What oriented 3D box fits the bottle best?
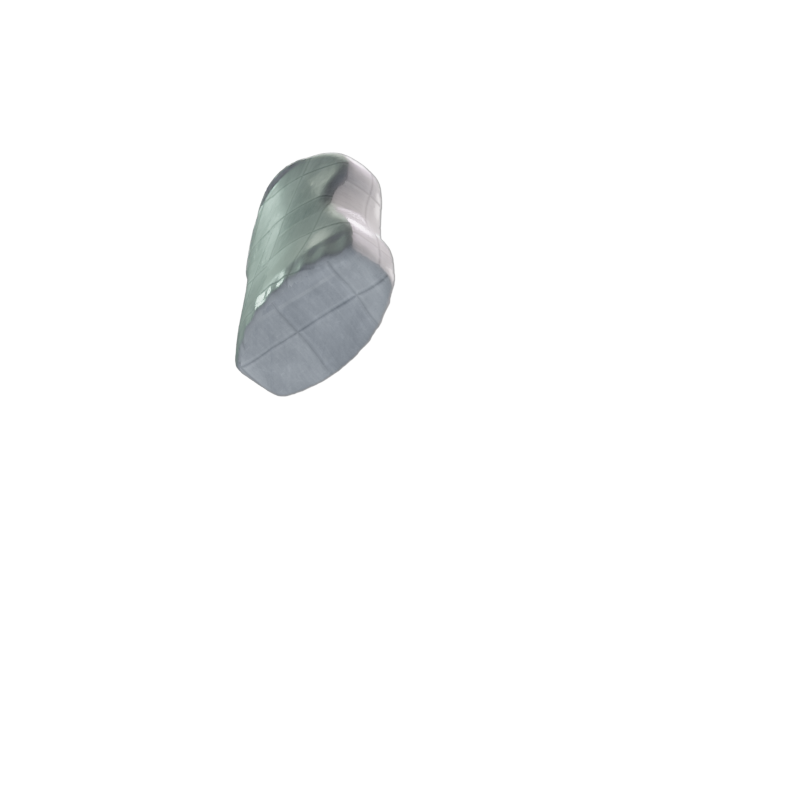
[{"bbox_3d":[-0.050,-0.092,0.639,0.056,0.094,0.204,34,25,-23],"label":"bottle"}]
